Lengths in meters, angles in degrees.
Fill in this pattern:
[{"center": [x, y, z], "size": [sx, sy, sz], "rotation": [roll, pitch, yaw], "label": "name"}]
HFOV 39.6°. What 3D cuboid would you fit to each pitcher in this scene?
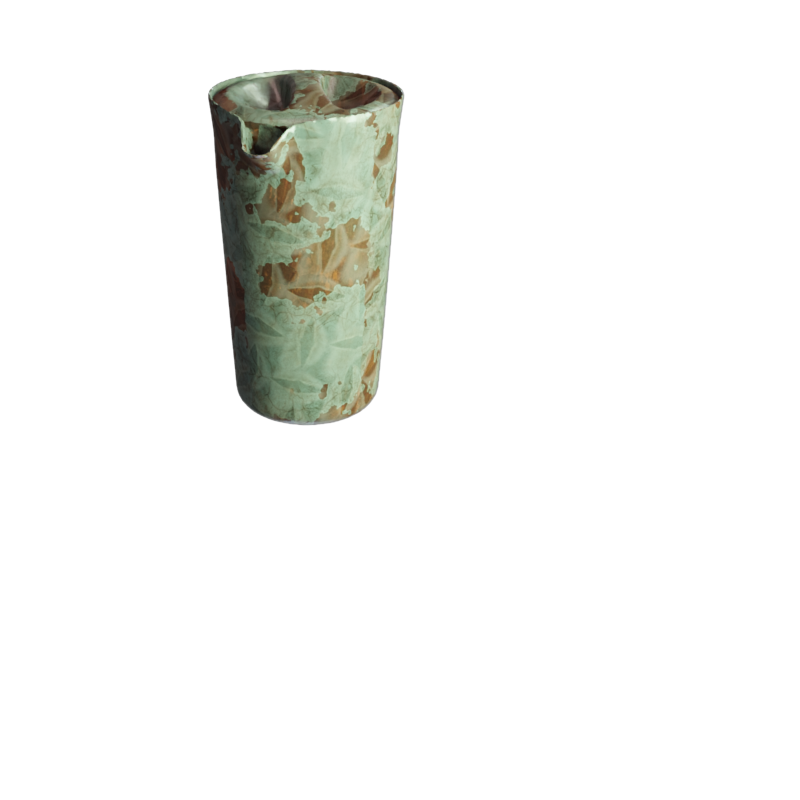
[{"center": [-0.063, -0.115, 0.806], "size": [0.146, 0.230, 0.156], "rotation": [-11, 28, -24], "label": "pitcher"}]
